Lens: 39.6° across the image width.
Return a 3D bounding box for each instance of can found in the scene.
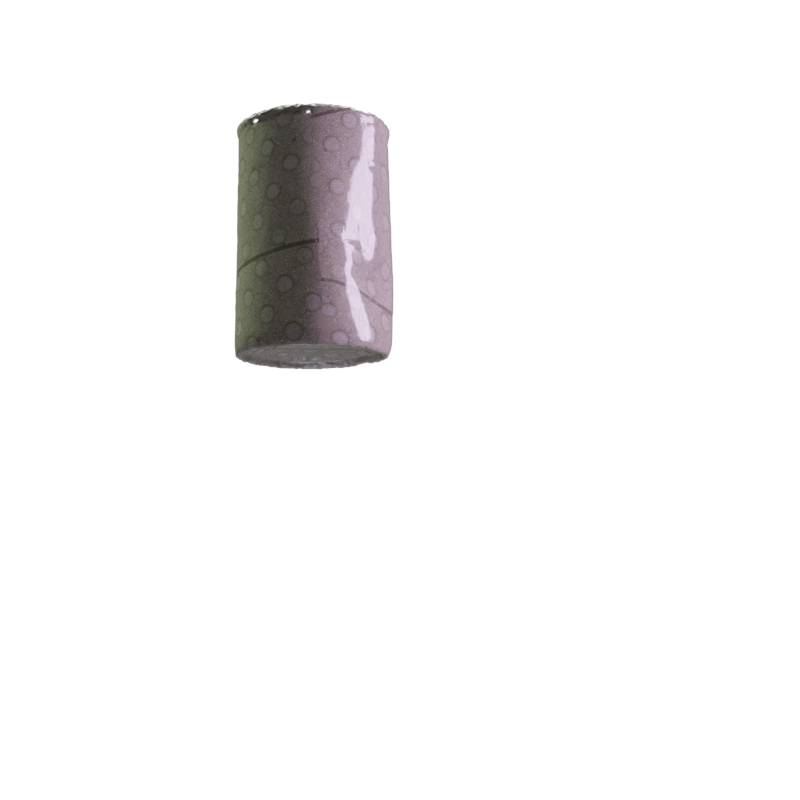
[{"bbox_3d":[-0.038,-0.069,0.482,0.068,0.106,0.066,0,-12,-2],"label":"can"}]
